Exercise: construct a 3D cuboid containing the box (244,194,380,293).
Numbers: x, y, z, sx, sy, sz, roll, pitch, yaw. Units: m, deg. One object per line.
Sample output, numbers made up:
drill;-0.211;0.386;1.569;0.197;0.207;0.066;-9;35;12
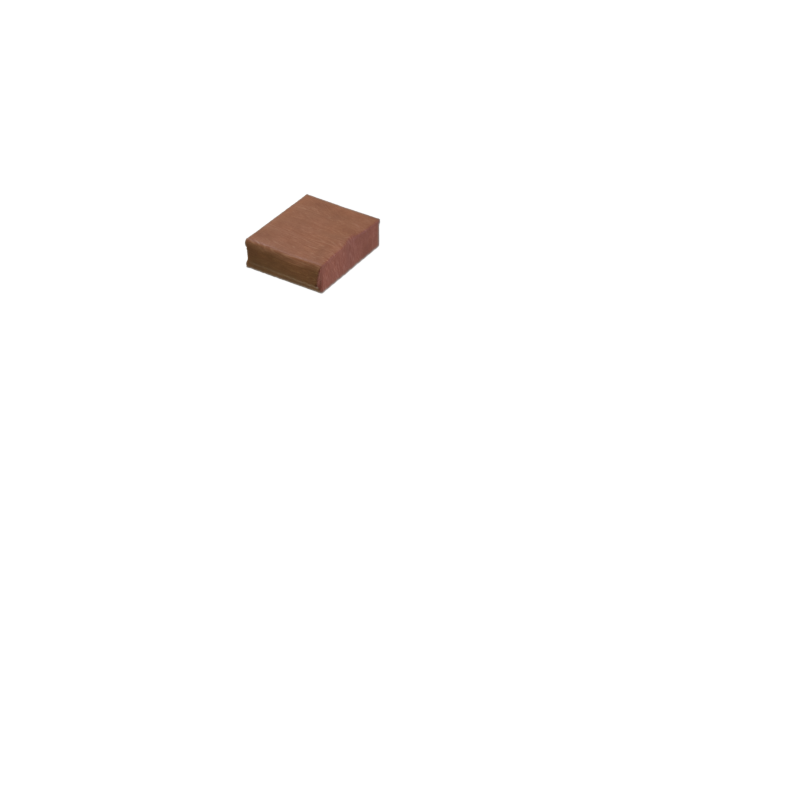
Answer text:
box;-0.069;-0.126;0.886;0.077;0.028;0.091;21;42;25
